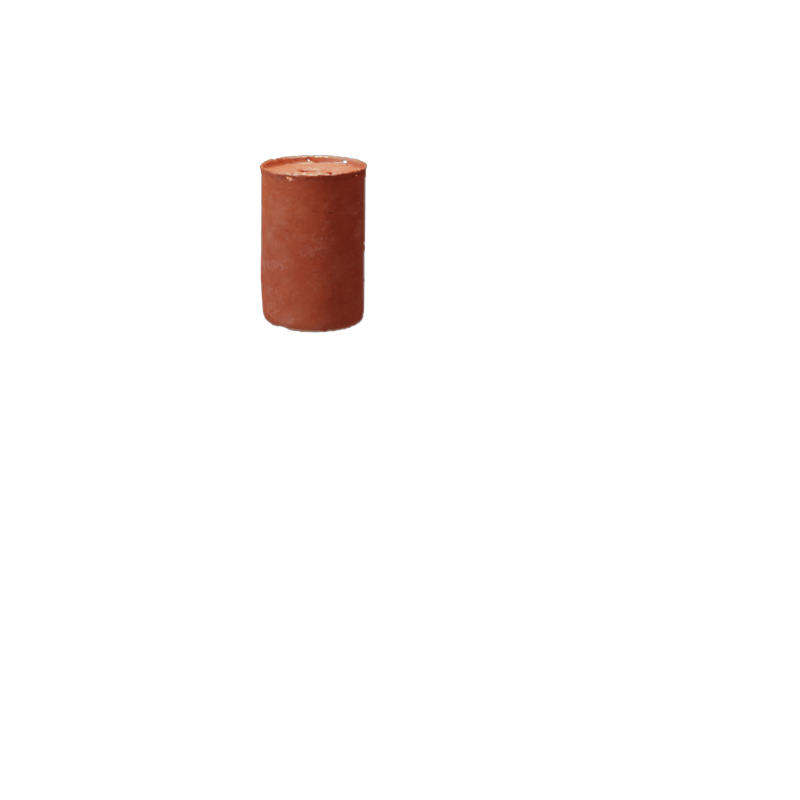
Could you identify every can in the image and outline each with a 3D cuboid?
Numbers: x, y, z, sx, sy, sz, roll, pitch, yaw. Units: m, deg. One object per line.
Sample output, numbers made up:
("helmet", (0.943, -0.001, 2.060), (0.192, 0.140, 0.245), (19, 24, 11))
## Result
("can", (-0.056, -0.102, 0.714), (0.068, 0.099, 0.071), (0, 17, -2))
